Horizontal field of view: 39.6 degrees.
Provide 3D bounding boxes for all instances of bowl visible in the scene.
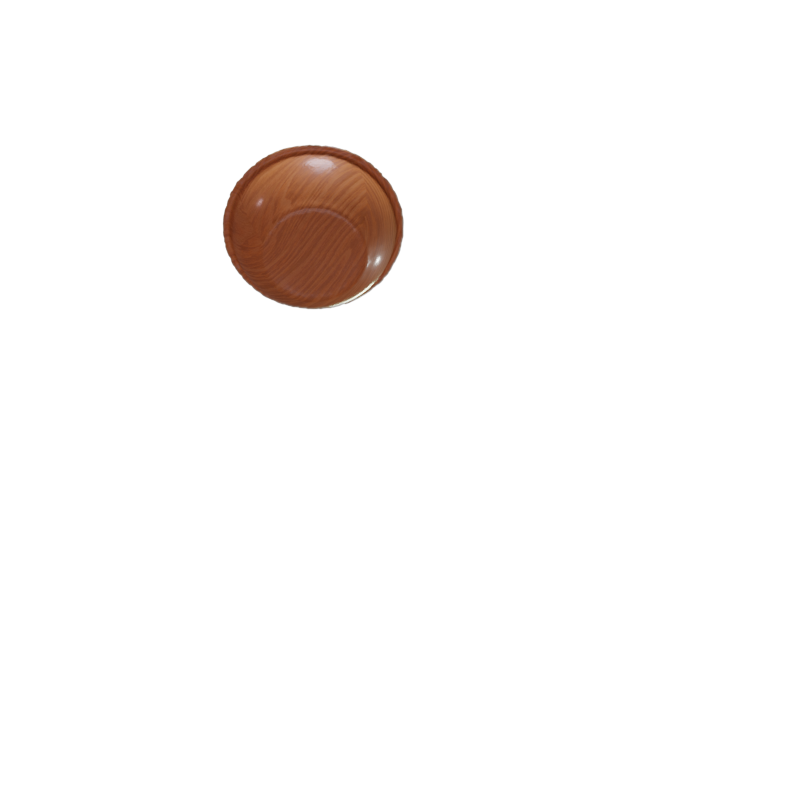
[{"bbox_3d":[-0.076,-0.138,0.967,0.162,0.153,0.058,1,28,-1],"label":"bowl"}]
